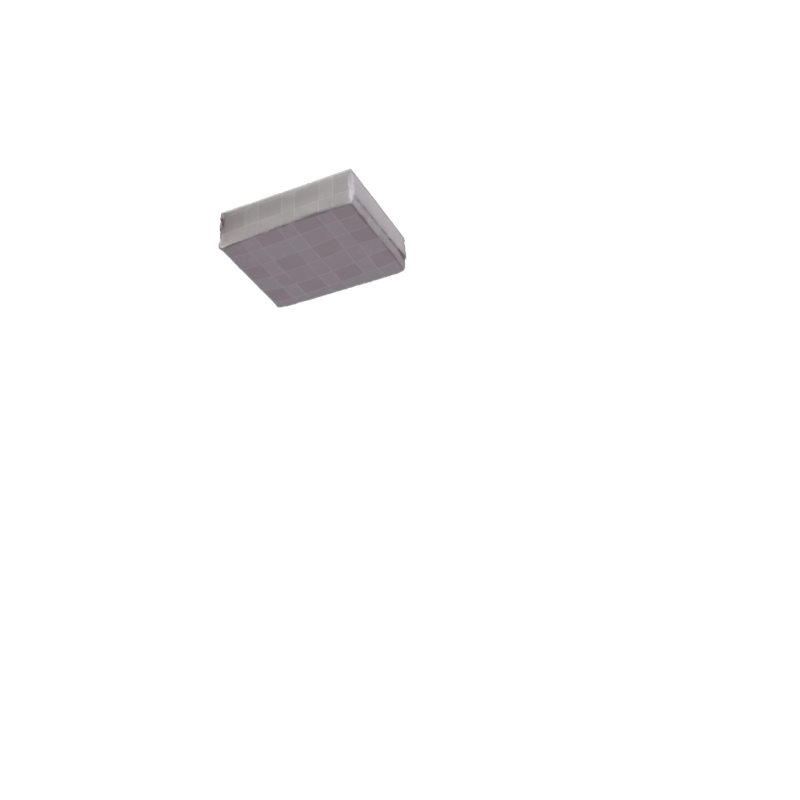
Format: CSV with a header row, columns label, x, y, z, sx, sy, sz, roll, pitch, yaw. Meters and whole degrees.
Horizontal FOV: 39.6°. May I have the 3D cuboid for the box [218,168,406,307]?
label,x,y,z,sx,sy,sz,roll,pitch,yaw
box,-0.064,-0.118,0.824,0.115,0.042,0.083,-16,-38,21
